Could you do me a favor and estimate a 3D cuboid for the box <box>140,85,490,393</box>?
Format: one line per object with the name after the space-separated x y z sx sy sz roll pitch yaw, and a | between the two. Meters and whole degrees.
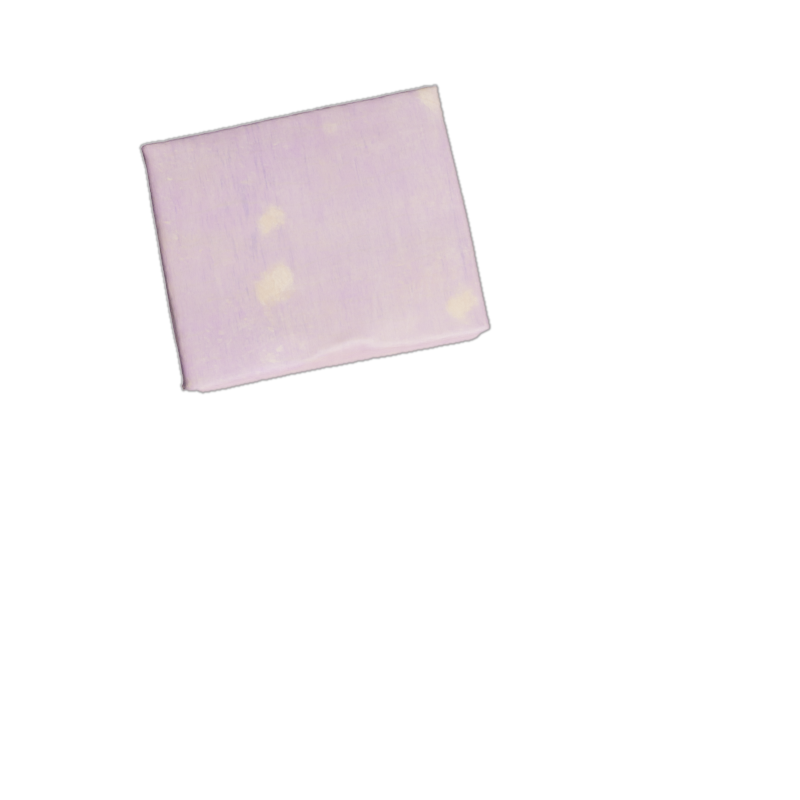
-0.025 -0.046 0.324 0.089 0.075 0.030 -11 -8 -2 | box
